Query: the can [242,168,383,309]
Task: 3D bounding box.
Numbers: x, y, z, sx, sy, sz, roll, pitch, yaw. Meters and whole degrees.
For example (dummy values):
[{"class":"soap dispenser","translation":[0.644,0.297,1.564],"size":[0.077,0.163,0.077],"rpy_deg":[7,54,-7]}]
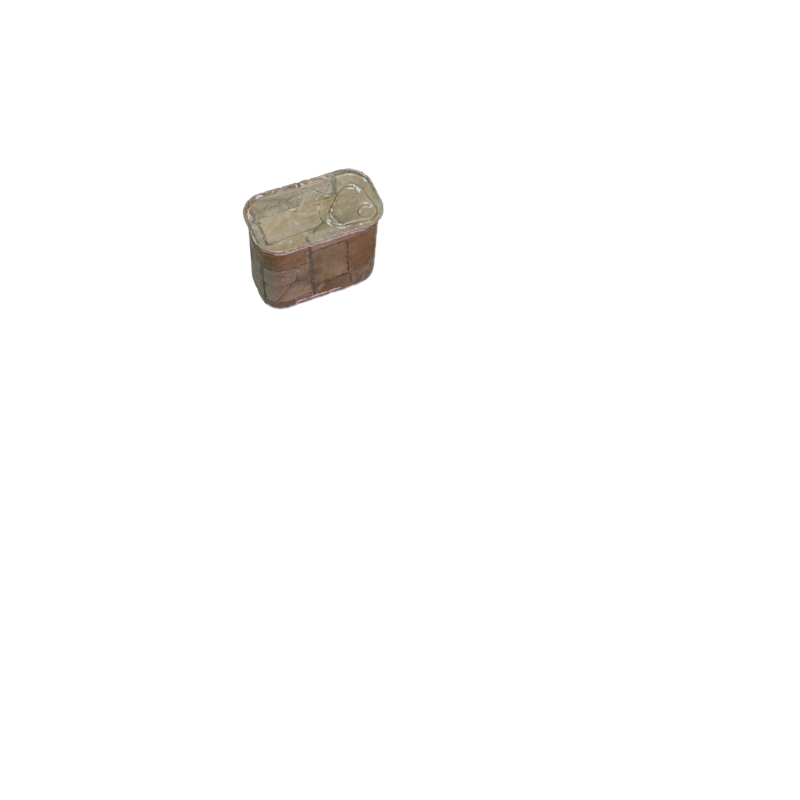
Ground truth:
[{"class":"can","translation":[-0.067,-0.122,0.854],"size":[0.101,0.062,0.078],"rpy_deg":[-19,-29,-13]}]
